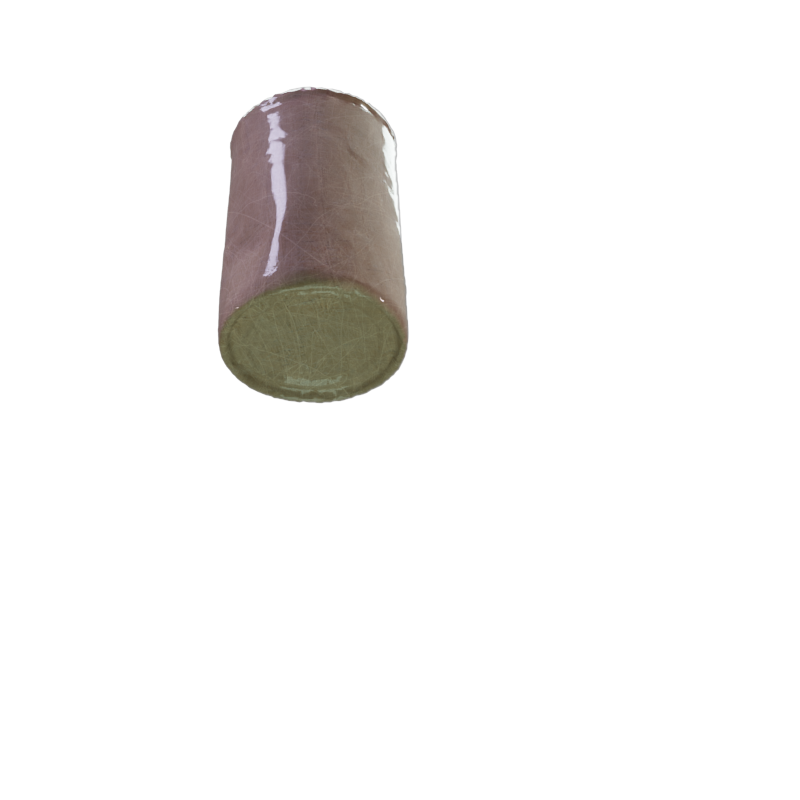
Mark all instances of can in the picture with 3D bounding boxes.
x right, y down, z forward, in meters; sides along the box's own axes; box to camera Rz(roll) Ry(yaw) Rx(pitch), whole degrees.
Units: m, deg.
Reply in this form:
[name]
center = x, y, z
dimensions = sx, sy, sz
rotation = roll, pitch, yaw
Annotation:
[can]
center = -0.033, -0.059, 0.416
dimensions = 0.068, 0.110, 0.064
rotation = -1, -40, -3
